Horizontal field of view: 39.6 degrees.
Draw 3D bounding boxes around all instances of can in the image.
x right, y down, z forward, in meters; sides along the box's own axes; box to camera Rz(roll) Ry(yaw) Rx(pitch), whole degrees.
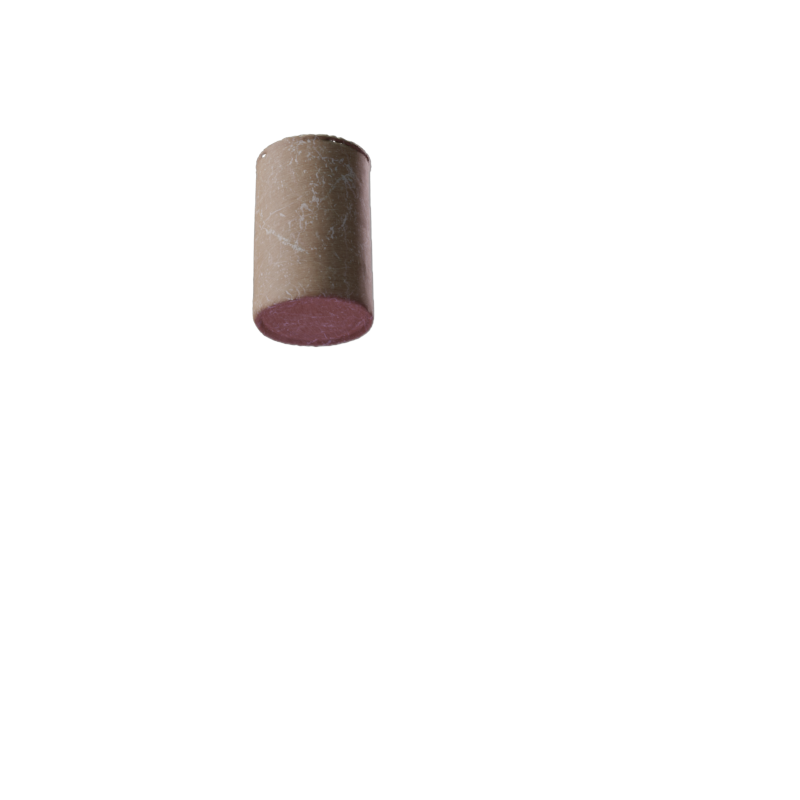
[{"bbox_3d":[-0.049,-0.089,0.626,0.068,0.108,0.065,0,-25,-2],"label":"can"}]
